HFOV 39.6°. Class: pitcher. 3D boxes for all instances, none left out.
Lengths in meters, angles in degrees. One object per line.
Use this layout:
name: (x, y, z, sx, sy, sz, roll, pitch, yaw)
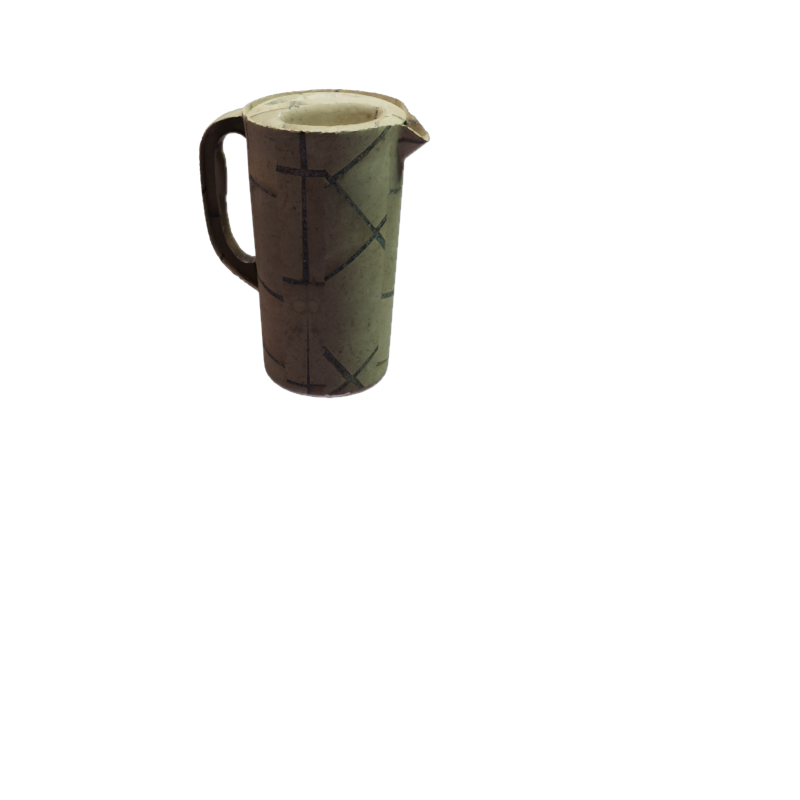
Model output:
pitcher: (-0.072, -0.132, 0.921, 0.142, 0.231, 0.160, -14, 28, -31)
